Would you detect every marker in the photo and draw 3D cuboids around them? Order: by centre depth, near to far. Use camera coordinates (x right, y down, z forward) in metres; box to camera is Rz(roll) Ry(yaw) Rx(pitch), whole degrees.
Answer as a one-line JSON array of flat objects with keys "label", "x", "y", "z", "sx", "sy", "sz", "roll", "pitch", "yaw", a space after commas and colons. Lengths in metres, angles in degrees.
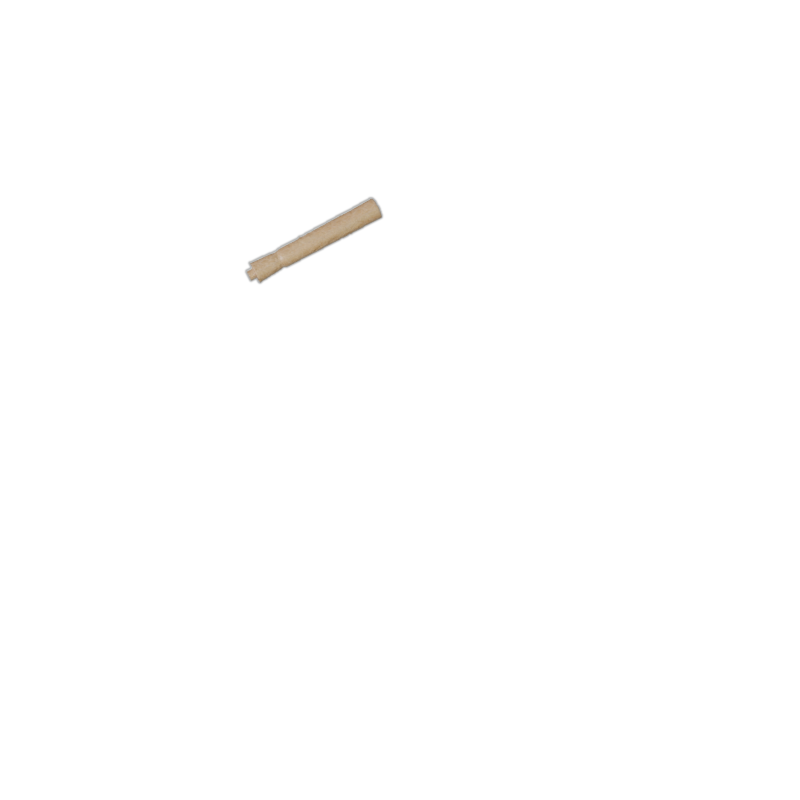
[{"label": "marker", "x": -0.071, "y": -0.130, "z": 0.911, "sx": 0.121, "sy": 0.019, "sz": 0.020, "roll": -29, "pitch": 8, "yaw": -7}]
